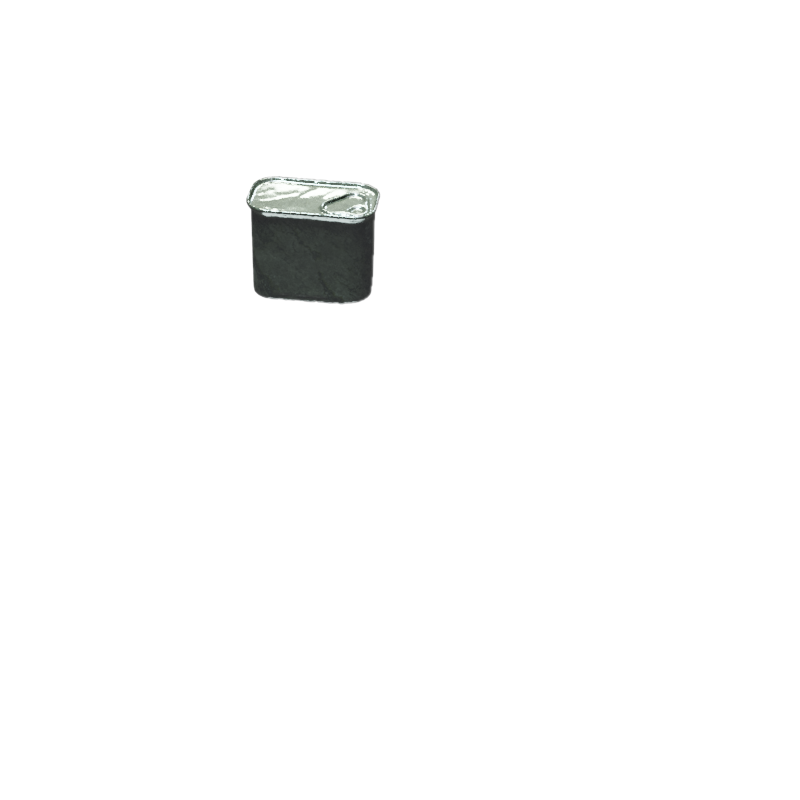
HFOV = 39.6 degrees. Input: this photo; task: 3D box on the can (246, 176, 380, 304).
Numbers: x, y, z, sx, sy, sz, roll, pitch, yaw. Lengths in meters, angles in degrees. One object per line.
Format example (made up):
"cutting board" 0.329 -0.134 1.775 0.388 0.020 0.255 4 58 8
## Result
"can" -0.069 -0.126 0.883 0.103 0.079 0.061 5 34 6
